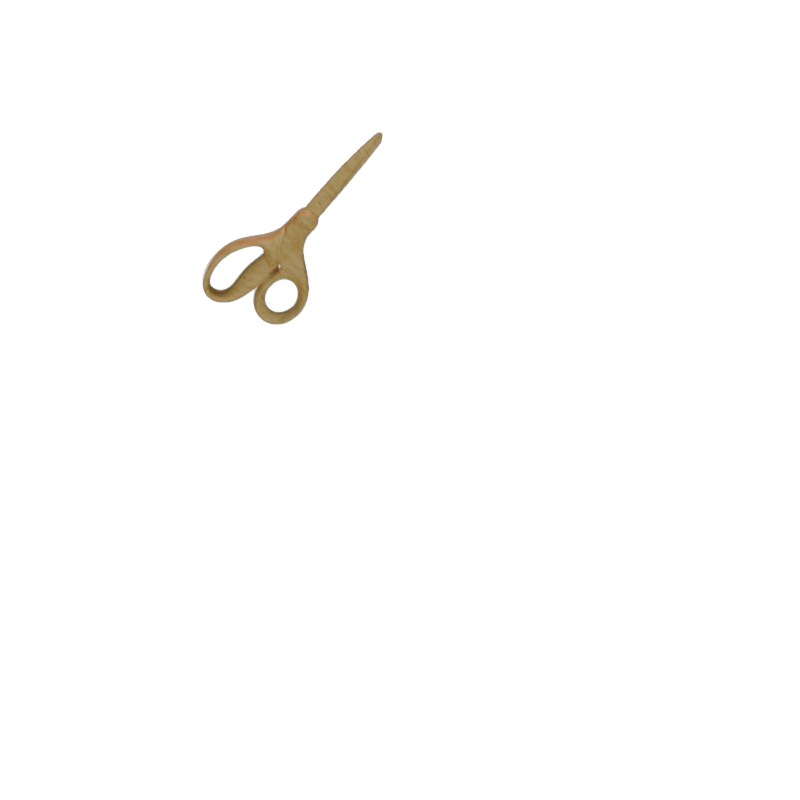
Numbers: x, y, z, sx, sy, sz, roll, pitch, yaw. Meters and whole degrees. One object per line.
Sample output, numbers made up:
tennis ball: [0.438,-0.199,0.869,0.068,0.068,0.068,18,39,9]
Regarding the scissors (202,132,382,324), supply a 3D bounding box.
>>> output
scissors: [-0.070,-0.128,0.896,0.201,0.090,0.017,-30,30,19]
